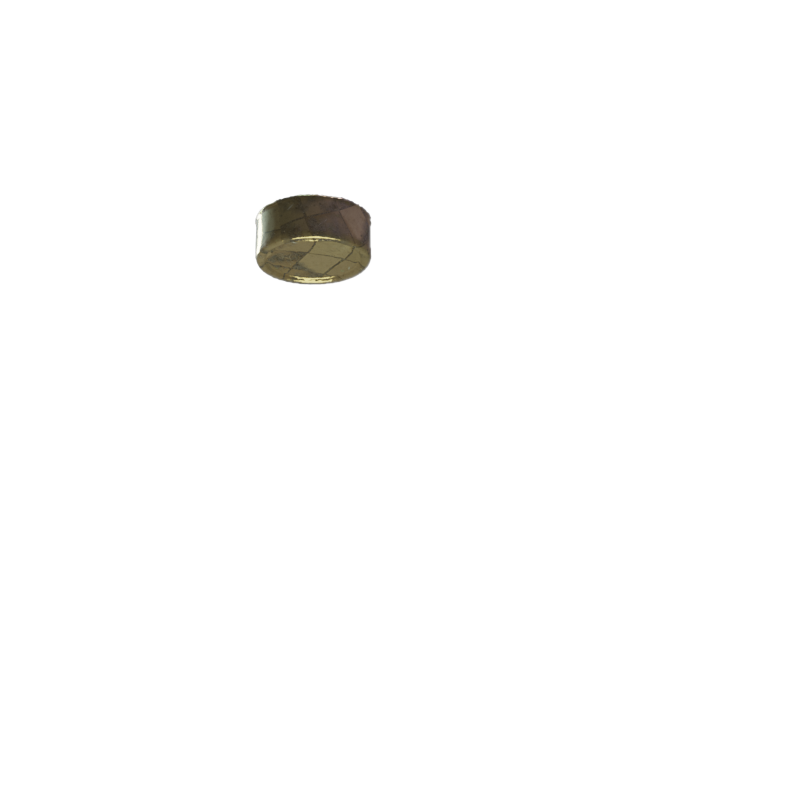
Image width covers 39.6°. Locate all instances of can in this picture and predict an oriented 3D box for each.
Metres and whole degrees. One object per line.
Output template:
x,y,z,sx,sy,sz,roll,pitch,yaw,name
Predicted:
-0.064,-0.116,0.812,0.086,0.035,0.082,0,-20,-2,can
